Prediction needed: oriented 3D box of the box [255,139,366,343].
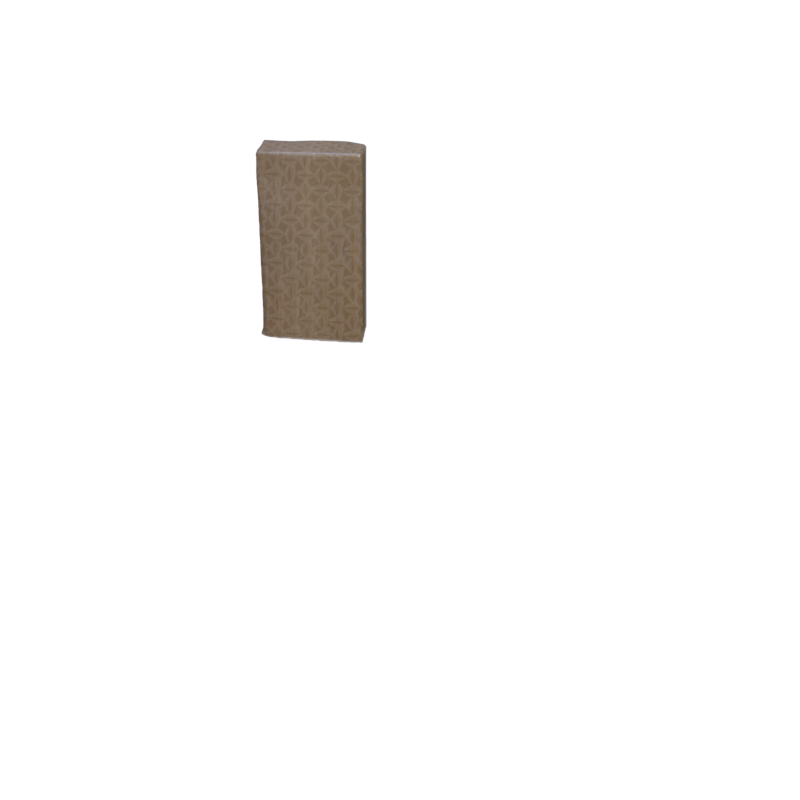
[{"bbox_3d":[-0.076,-0.139,0.974,0.094,0.168,0.050,4,21,6],"label":"box"}]
